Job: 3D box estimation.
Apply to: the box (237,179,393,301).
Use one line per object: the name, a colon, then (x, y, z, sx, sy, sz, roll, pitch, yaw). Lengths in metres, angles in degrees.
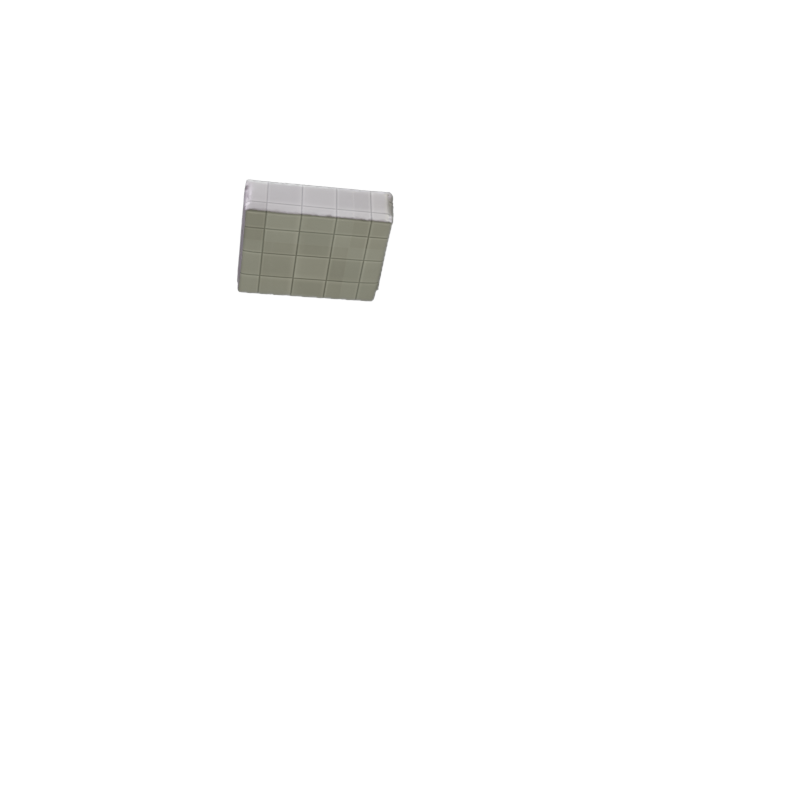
box: (-0.053, -0.096, 0.675, 0.088, 0.032, 0.069, 4, -39, -6)
